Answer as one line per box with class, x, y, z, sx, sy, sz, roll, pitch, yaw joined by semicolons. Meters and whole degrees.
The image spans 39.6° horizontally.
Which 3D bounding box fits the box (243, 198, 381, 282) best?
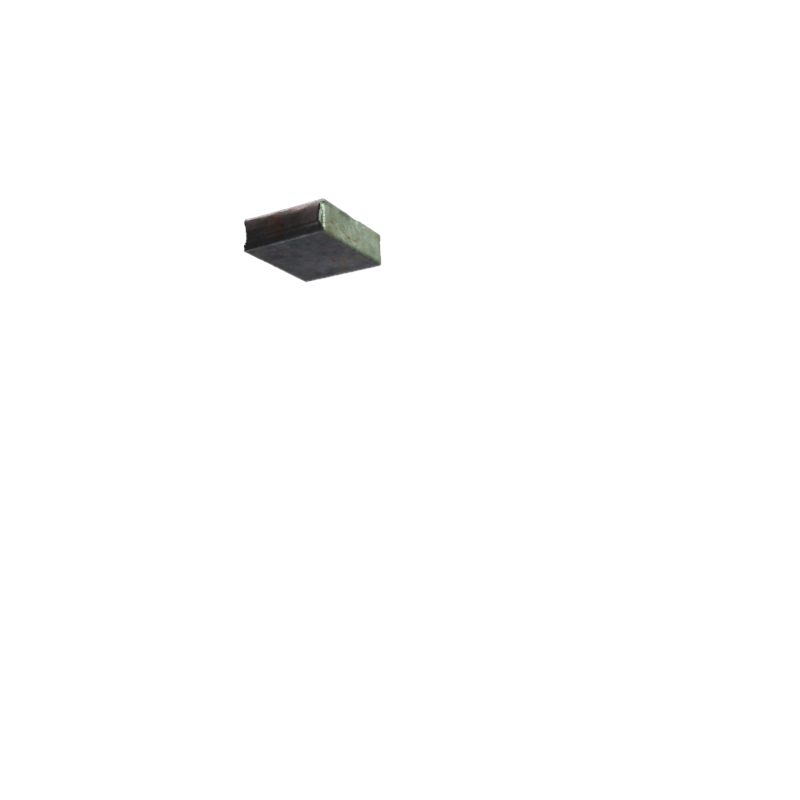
box;-0.068;-0.124;0.866;0.075;0.032;0.084;-10;-19;30
